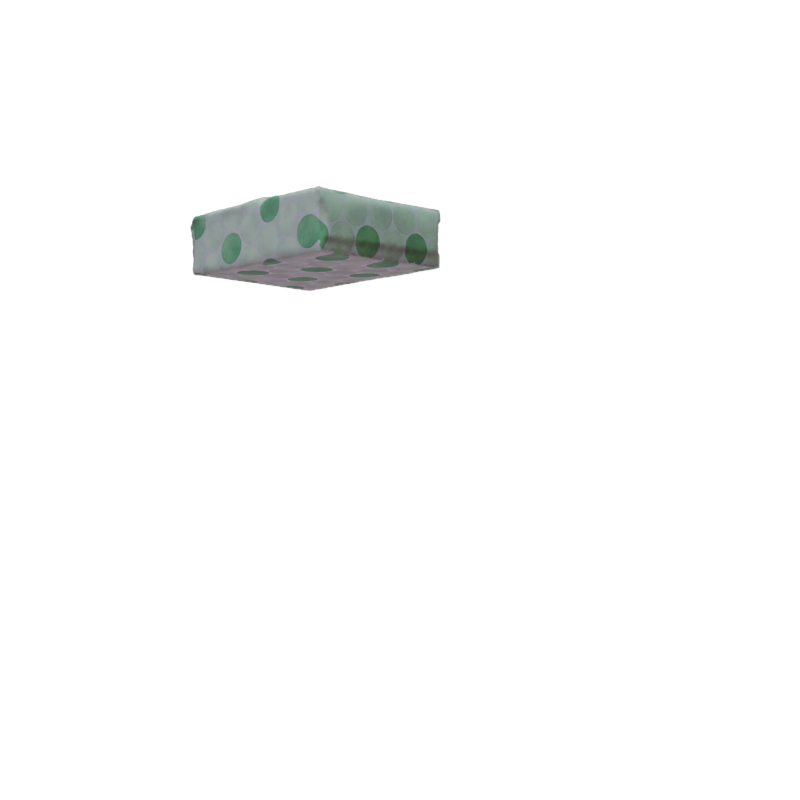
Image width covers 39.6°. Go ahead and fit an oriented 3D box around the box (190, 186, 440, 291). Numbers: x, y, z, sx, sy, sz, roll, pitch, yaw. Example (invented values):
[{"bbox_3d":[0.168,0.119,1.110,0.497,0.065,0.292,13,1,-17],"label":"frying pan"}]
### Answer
[{"bbox_3d":[-0.039,-0.071,0.495,0.070,0.031,0.092,3,-4,-44],"label":"box"}]
